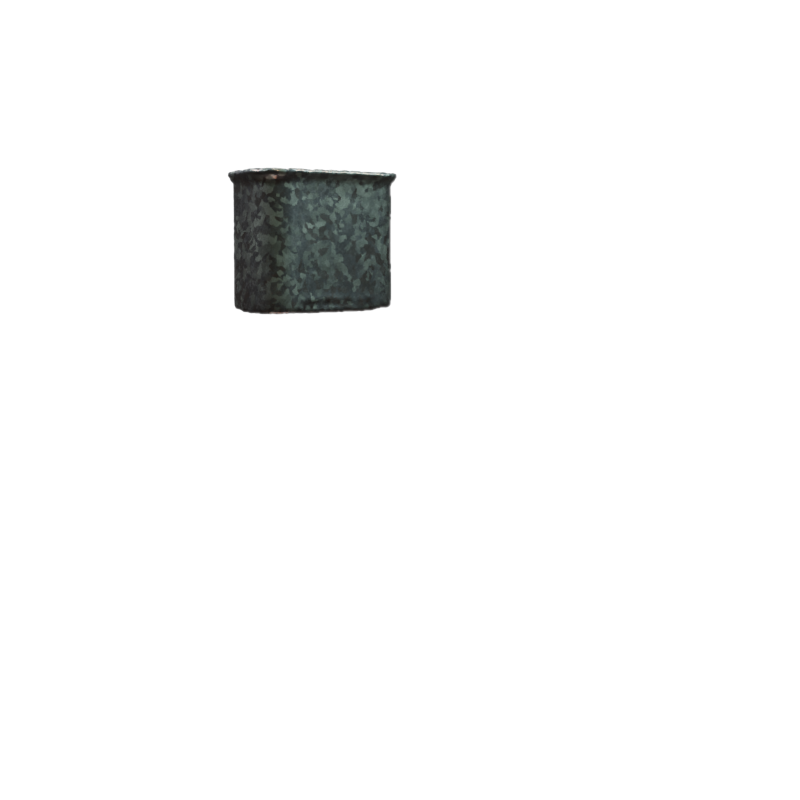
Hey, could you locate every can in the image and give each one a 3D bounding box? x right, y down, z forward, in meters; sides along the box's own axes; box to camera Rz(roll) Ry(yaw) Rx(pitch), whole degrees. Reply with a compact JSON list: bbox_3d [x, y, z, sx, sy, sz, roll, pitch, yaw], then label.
[{"bbox_3d":[-0.053,-0.096,0.671,0.098,0.084,0.060,-3,3,-35],"label":"can"}]
